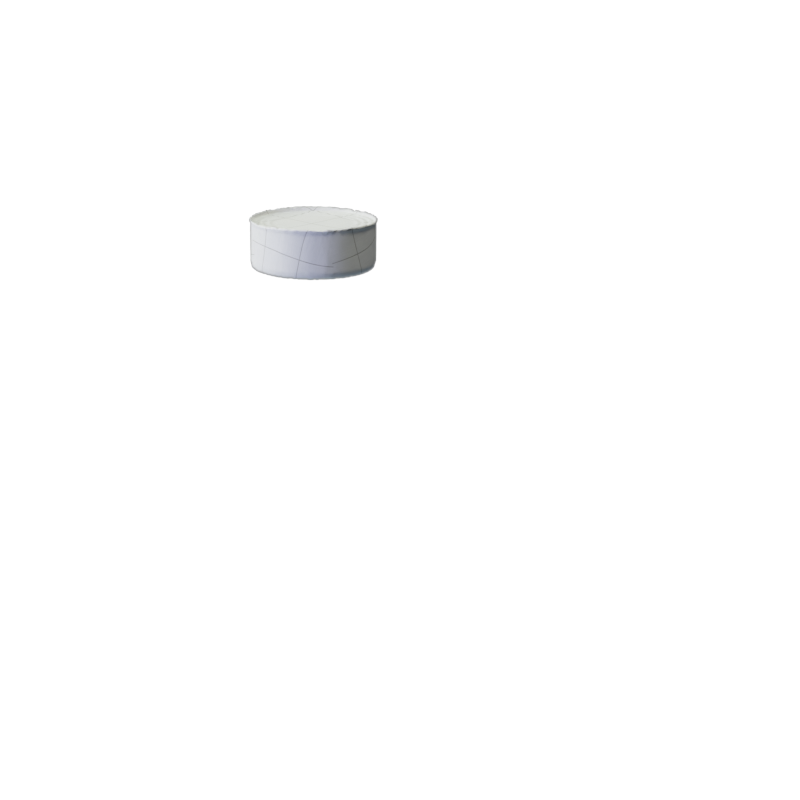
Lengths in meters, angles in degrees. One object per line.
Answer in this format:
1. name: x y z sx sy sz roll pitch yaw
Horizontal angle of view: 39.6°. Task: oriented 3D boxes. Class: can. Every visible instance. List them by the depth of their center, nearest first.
1. can: -0.058 -0.106 0.742 0.086 0.032 0.089 -1 19 -2
